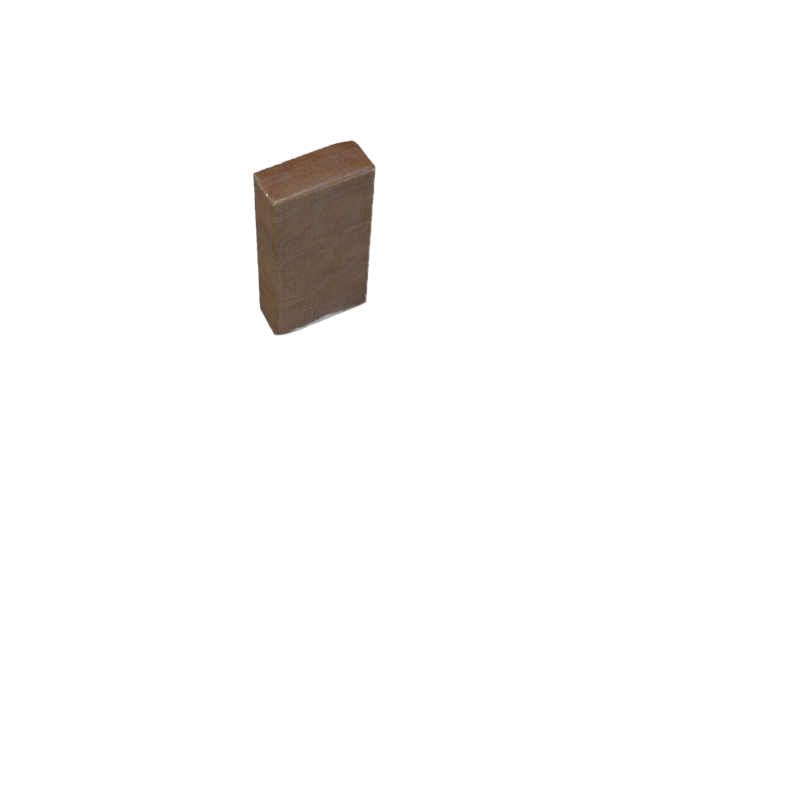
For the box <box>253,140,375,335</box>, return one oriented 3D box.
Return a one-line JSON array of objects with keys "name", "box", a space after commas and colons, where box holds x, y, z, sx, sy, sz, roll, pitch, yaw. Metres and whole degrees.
[{"name": "box", "box": [-0.073, -0.134, 0.934, 0.093, 0.052, 0.164, -22, -34, -20]}]
